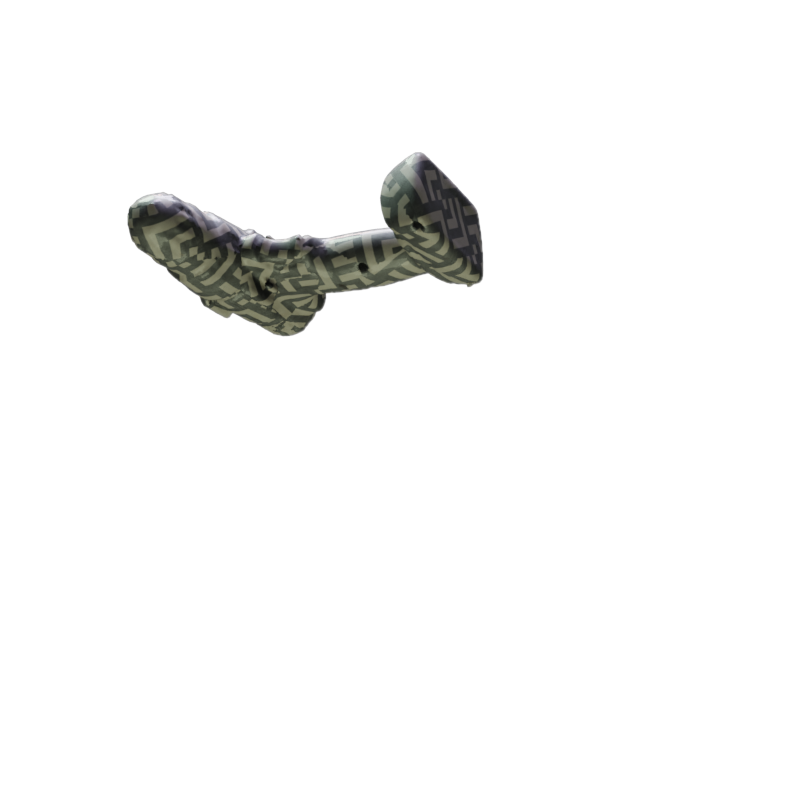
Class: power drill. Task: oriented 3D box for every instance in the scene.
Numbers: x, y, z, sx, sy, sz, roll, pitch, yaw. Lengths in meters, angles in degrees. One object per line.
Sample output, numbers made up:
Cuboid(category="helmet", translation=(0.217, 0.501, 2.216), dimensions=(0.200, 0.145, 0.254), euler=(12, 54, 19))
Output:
Cuboid(category="power drill", translation=(-0.055, -0.101, 0.707), dimensions=(0.191, 0.060, 0.172), euler=(-9, -20, 27))
